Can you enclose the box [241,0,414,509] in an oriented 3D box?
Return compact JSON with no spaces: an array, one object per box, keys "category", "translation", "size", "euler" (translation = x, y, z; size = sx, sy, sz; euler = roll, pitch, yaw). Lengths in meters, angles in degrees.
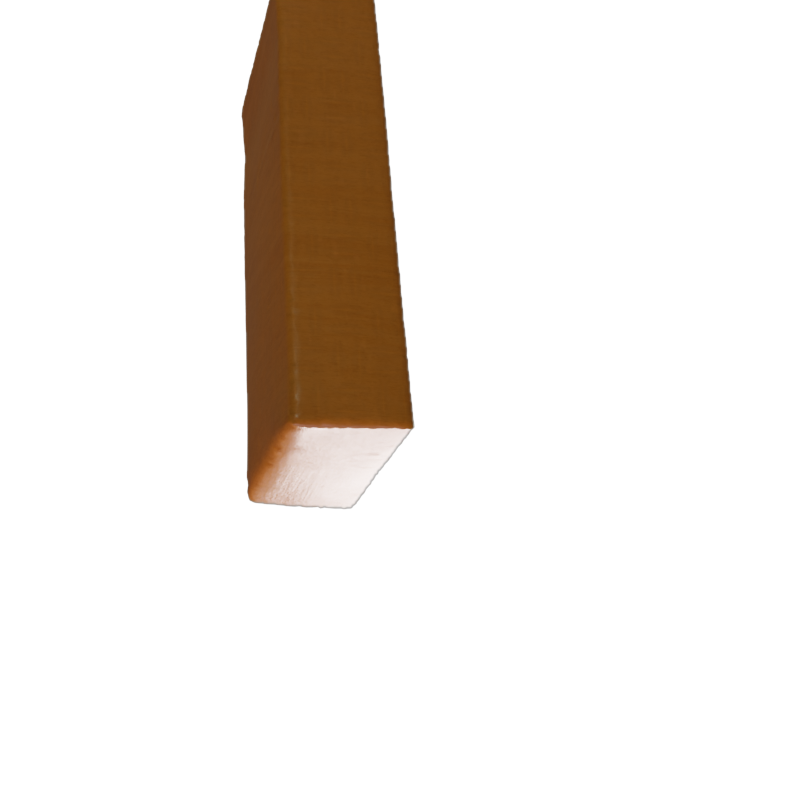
[{"category":"box","translation":[-0.032,-0.059,0.410],"size":[0.047,0.187,0.090],"euler":[5,-27,-14]}]
